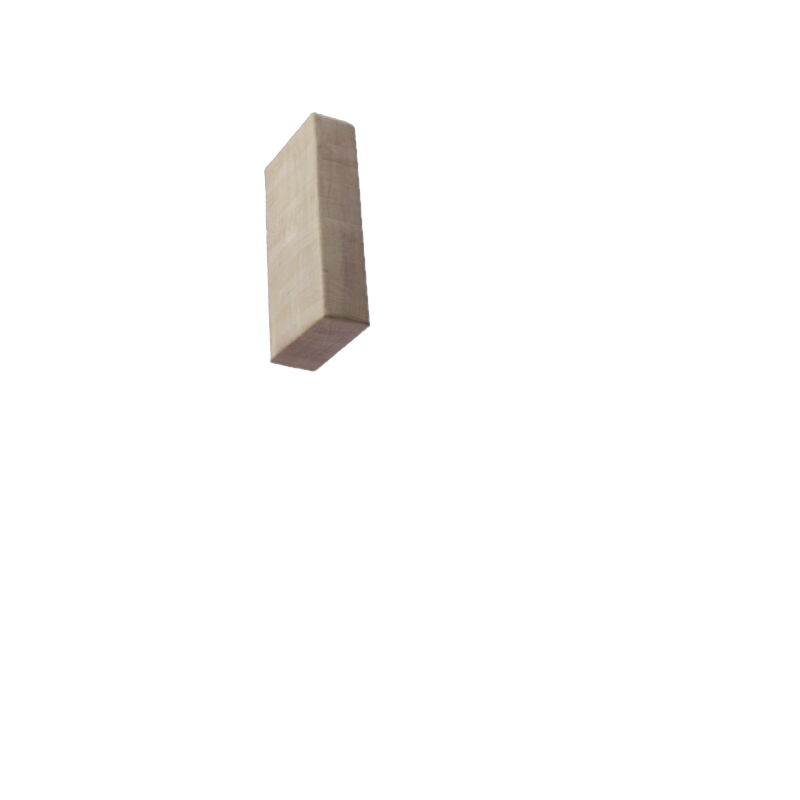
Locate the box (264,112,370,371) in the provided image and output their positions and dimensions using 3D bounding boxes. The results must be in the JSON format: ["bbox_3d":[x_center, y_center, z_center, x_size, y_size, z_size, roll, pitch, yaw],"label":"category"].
[{"bbox_3d":[-0.066,-0.121,0.848,0.046,0.187,0.092,14,-31,-27],"label":"box"}]
